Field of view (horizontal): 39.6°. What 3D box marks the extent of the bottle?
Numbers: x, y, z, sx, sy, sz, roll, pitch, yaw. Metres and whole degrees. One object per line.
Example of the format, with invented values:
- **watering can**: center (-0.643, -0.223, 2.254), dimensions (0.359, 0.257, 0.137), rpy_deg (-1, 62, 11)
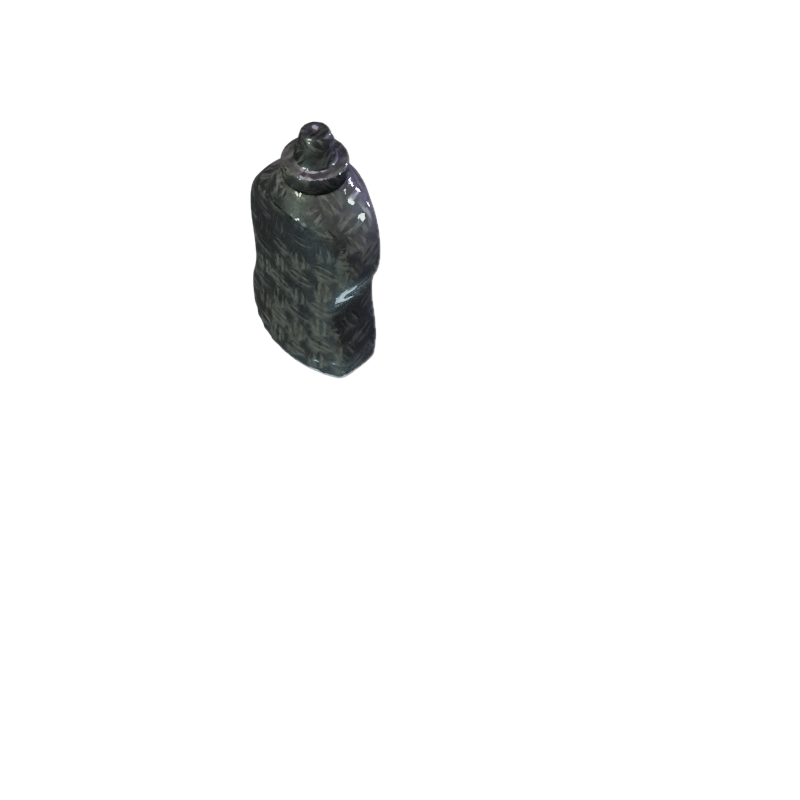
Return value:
- **bottle**: center (-0.055, -0.101, 0.708), dimensions (0.059, 0.102, 0.179), rpy_deg (-34, -28, -25)
